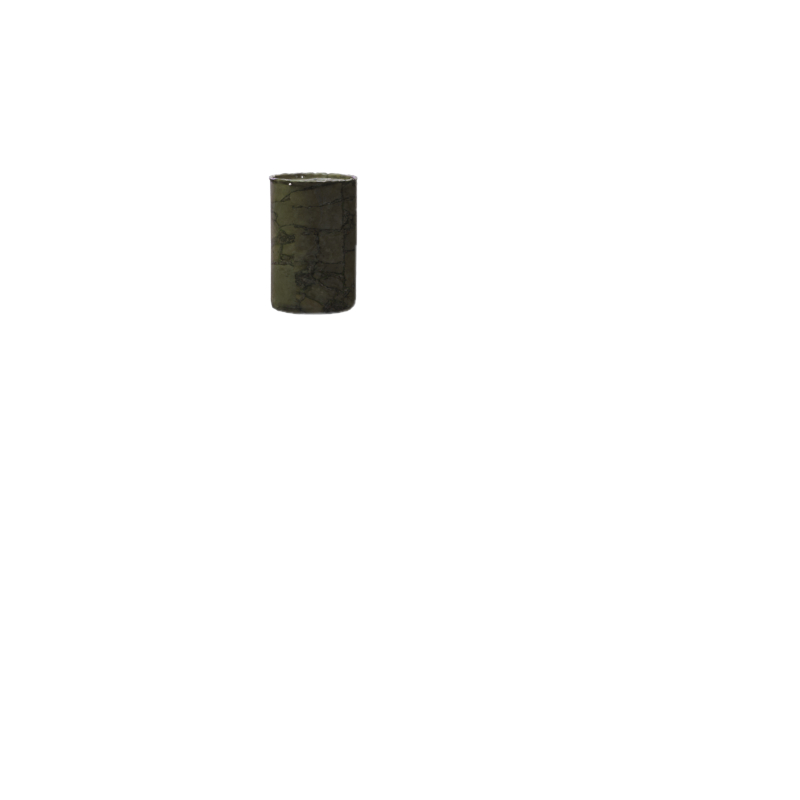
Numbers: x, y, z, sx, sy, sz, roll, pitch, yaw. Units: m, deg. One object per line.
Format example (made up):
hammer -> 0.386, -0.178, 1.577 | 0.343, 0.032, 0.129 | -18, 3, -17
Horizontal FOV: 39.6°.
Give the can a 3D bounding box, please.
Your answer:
can -> -0.067, -0.122, 0.856 | 0.068, 0.100, 0.070 | 0, 11, -2
